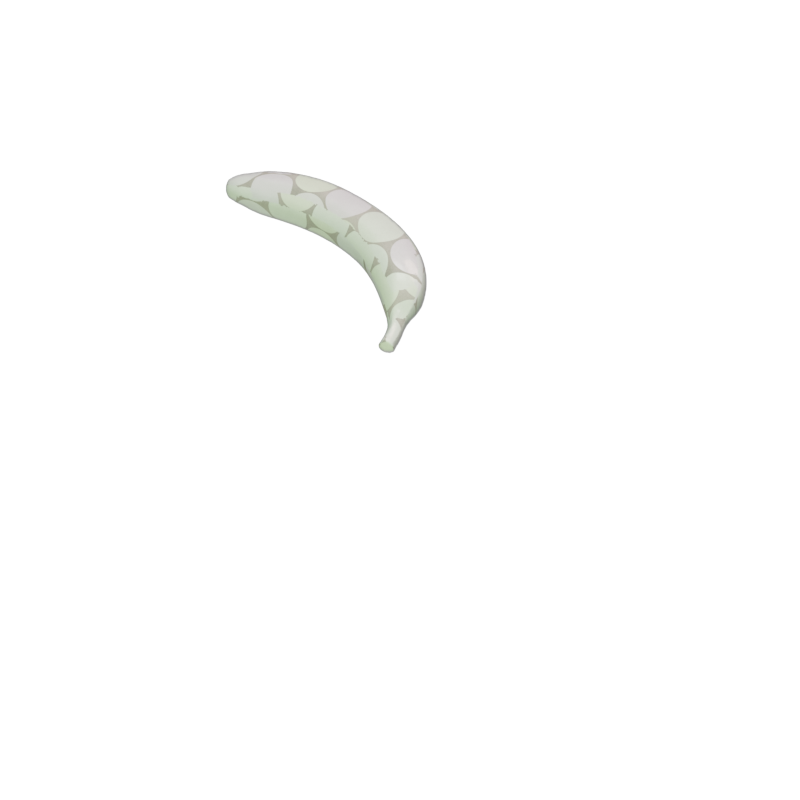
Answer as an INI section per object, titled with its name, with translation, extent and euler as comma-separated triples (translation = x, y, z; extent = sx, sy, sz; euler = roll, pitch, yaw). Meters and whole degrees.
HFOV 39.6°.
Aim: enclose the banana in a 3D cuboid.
[banana]
translation = -0.042, -0.113, 0.760
extent = 0.069, 0.034, 0.213
euler = -26, 50, -25
